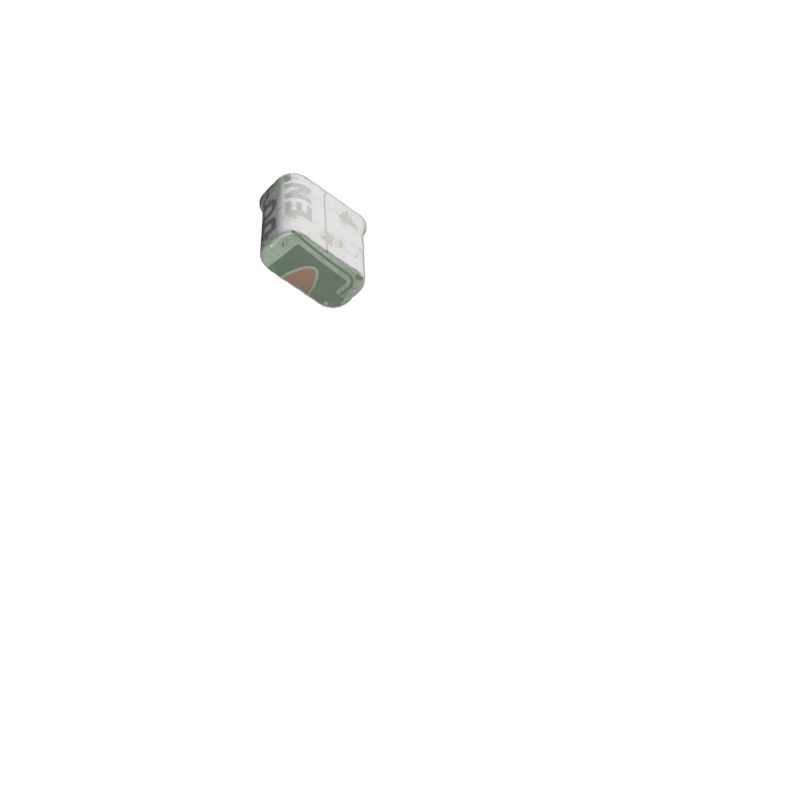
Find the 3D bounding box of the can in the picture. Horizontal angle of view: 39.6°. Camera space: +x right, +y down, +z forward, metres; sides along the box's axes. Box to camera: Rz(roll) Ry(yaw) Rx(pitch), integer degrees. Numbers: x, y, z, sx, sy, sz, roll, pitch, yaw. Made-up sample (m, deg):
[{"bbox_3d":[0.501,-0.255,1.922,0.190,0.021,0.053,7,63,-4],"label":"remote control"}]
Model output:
[{"bbox_3d":[-0.078,-0.142,0.995,0.097,0.090,0.056,32,-58,-26],"label":"can"}]
